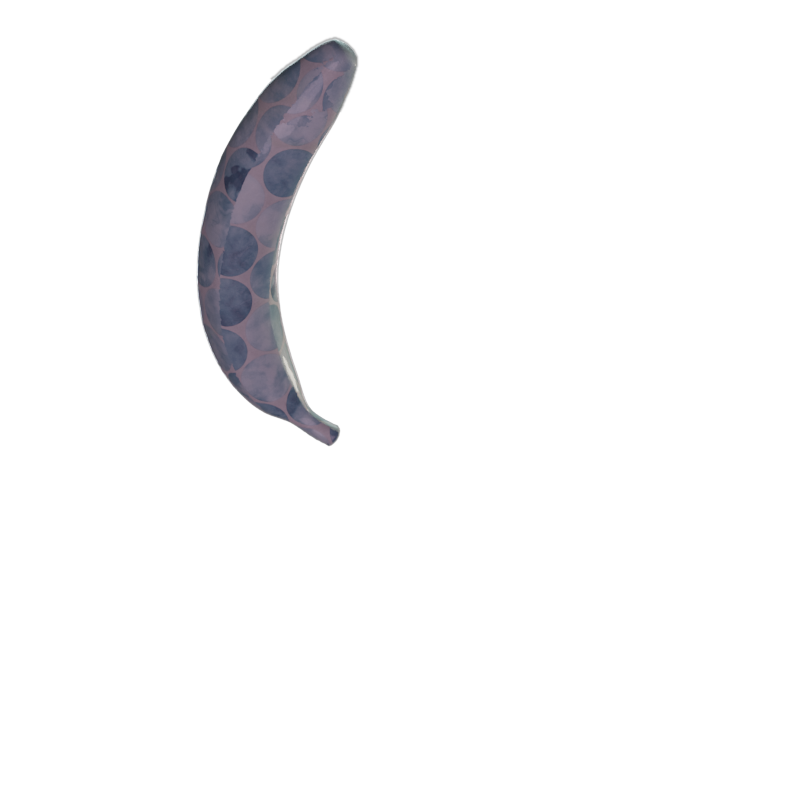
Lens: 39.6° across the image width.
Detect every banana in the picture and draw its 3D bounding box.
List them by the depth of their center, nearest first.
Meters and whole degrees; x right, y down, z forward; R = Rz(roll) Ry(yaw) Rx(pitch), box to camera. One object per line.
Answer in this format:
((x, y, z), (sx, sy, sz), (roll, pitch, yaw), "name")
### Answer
((-0.058, -0.069, 0.504), (0.069, 0.187, 0.039), (2, 28, -2), "banana")
